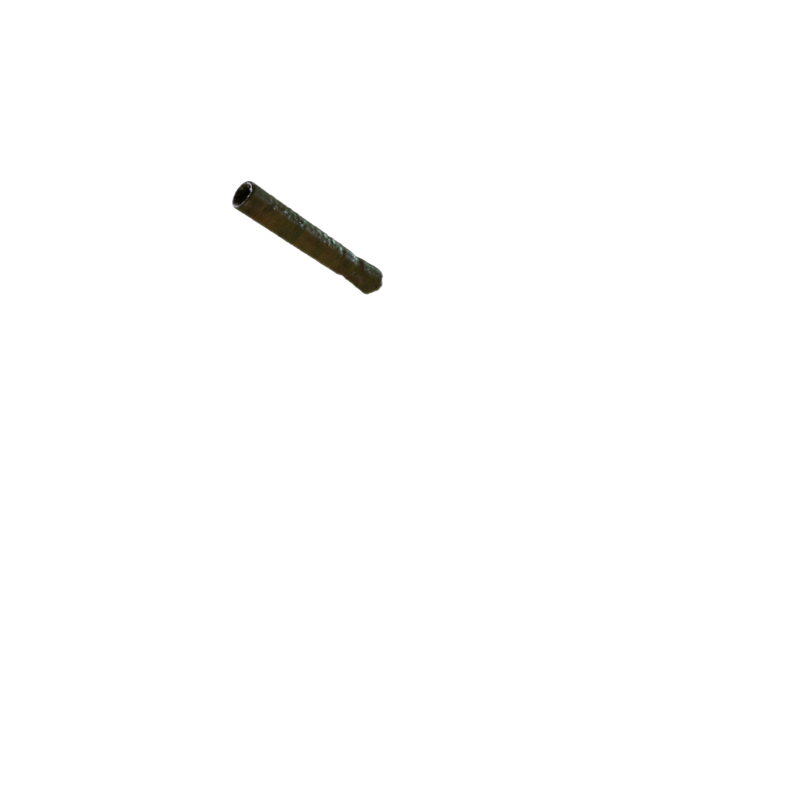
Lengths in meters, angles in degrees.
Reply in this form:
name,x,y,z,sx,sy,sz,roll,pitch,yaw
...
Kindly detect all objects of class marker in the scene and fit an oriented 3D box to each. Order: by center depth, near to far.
name,x,y,z,sx,sy,sz,roll,pitch,yaw
marker,-0.054,-0.098,0.685,0.113,0.020,0.021,31,-17,-36
